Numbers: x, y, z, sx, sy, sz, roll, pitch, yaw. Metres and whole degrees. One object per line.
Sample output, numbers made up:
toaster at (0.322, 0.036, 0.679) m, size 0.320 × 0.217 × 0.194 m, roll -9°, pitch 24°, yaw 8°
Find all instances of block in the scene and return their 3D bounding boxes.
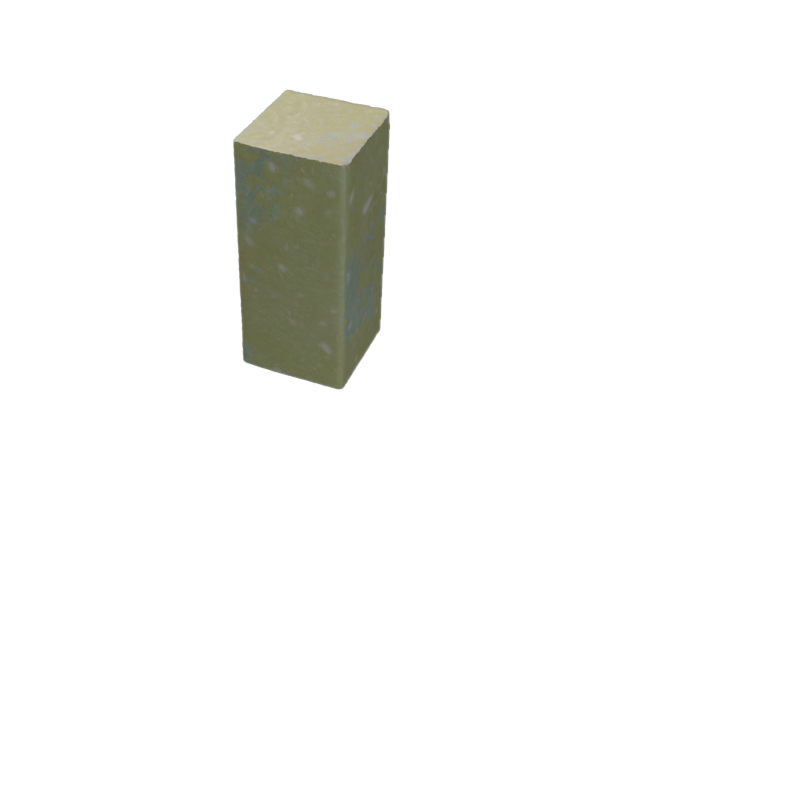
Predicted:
block at (-0.067, -0.122, 0.859) m, size 0.093 × 0.193 × 0.094 m, roll 16°, pitch 39°, yaw 16°
